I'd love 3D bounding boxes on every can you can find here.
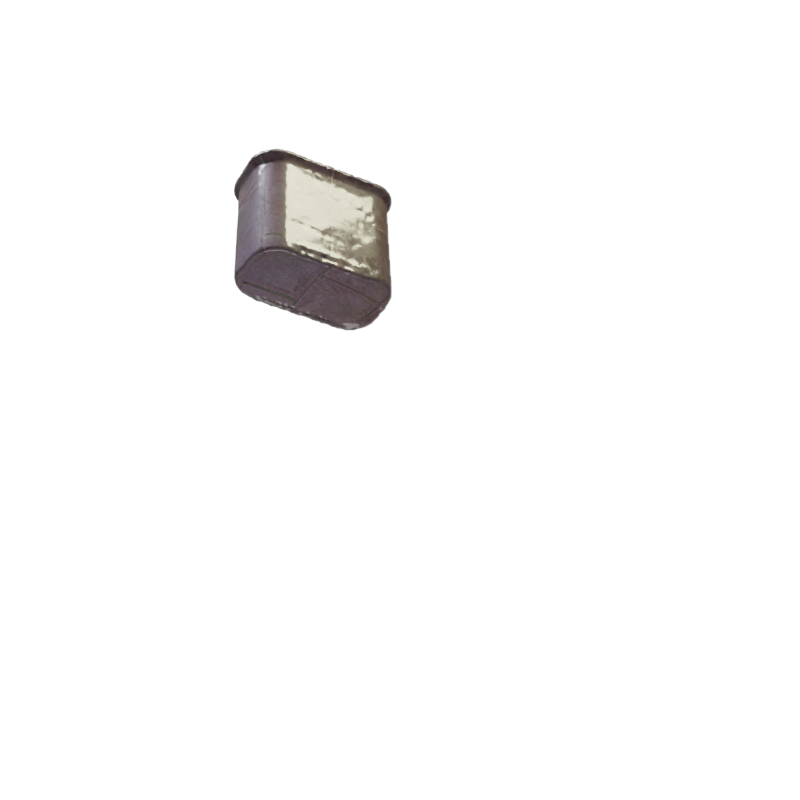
[{"bbox_3d":[-0.055,-0.100,0.702,0.098,0.090,0.056,17,-43,-22],"label":"can"}]
